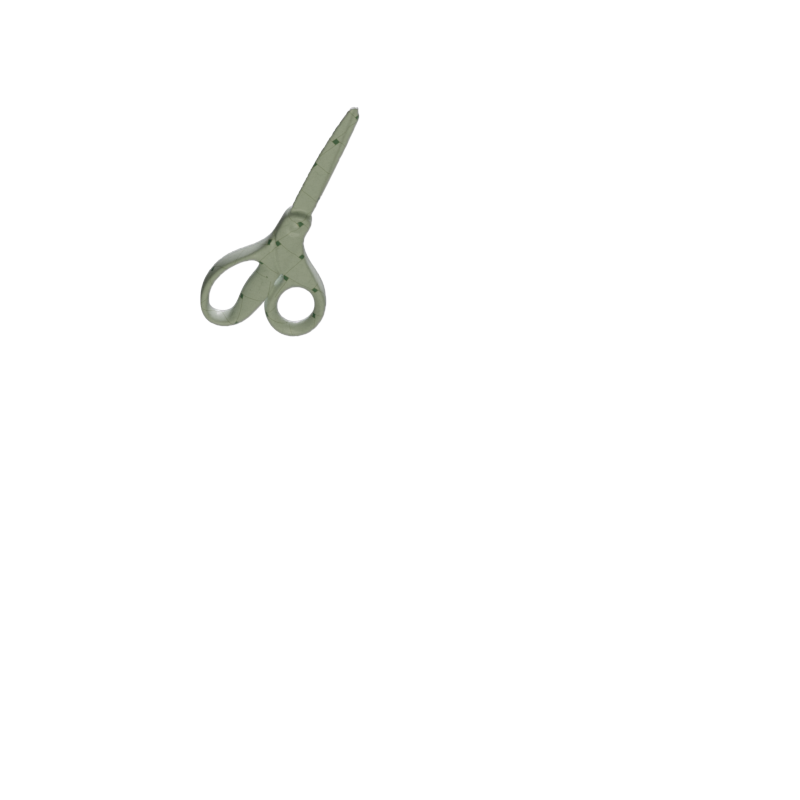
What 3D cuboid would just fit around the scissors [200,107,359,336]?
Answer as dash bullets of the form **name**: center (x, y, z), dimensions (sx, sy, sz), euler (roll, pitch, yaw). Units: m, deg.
- **scissors**: center (-0.058, -0.106, 0.743), dimensions (0.091, 0.017, 0.198), euler (32, -53, -27)
